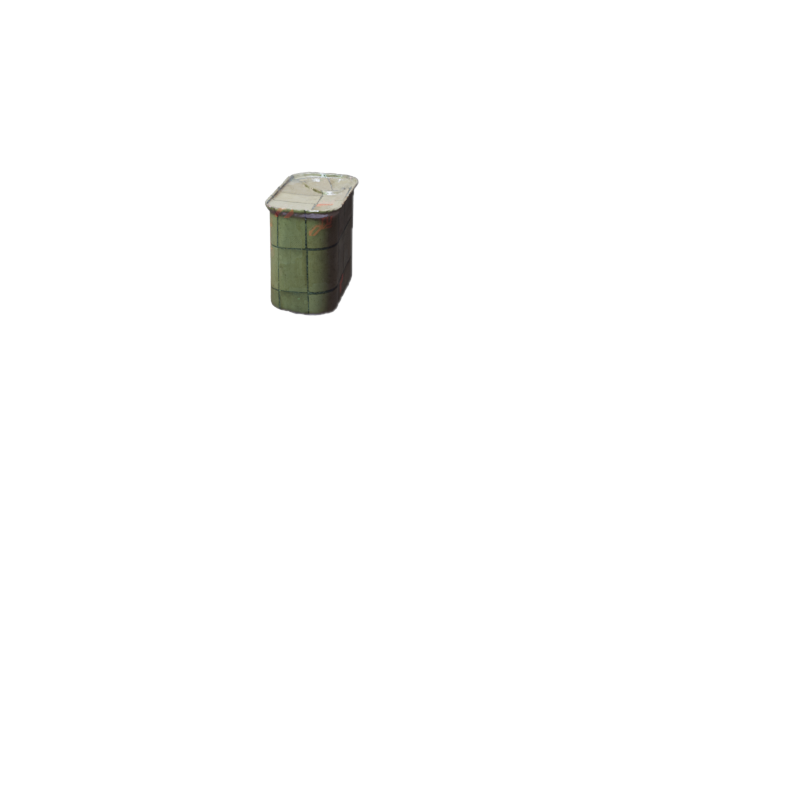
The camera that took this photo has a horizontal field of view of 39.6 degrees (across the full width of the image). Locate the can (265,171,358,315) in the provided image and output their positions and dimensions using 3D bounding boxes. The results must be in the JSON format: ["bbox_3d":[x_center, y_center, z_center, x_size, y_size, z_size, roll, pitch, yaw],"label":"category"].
[{"bbox_3d":[-0.067,-0.122,0.856,0.058,0.080,0.105,5,24,8],"label":"can"}]
